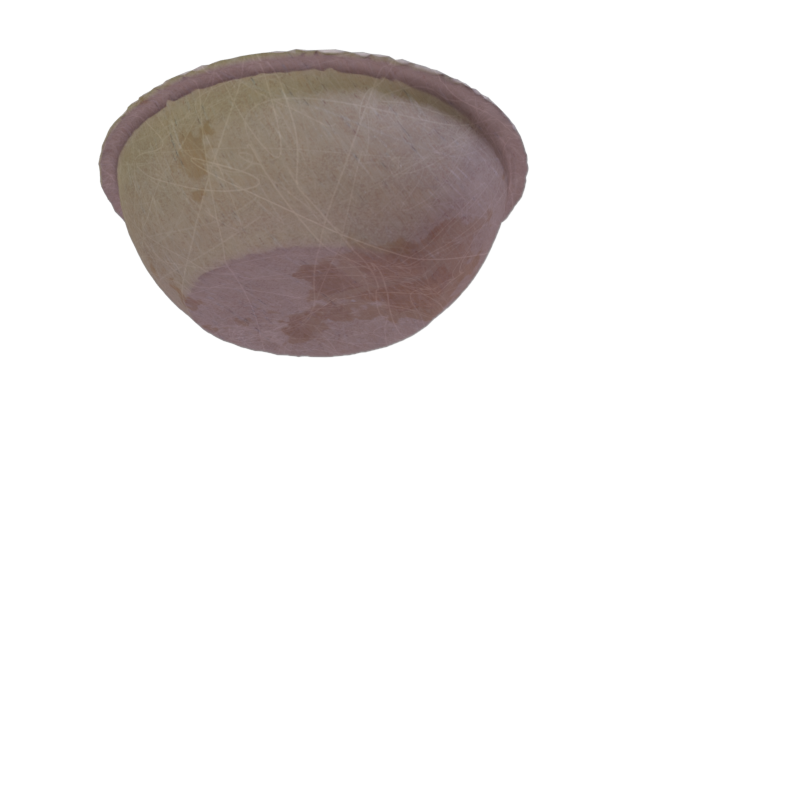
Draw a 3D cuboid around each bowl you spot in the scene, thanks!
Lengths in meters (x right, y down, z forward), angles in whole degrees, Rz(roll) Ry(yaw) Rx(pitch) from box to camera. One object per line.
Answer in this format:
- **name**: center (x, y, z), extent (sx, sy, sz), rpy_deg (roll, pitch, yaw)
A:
- **bowl**: center (-0.032, -0.059, 0.410), extent (0.162, 0.058, 0.153), rpy_deg (1, -24, -2)
